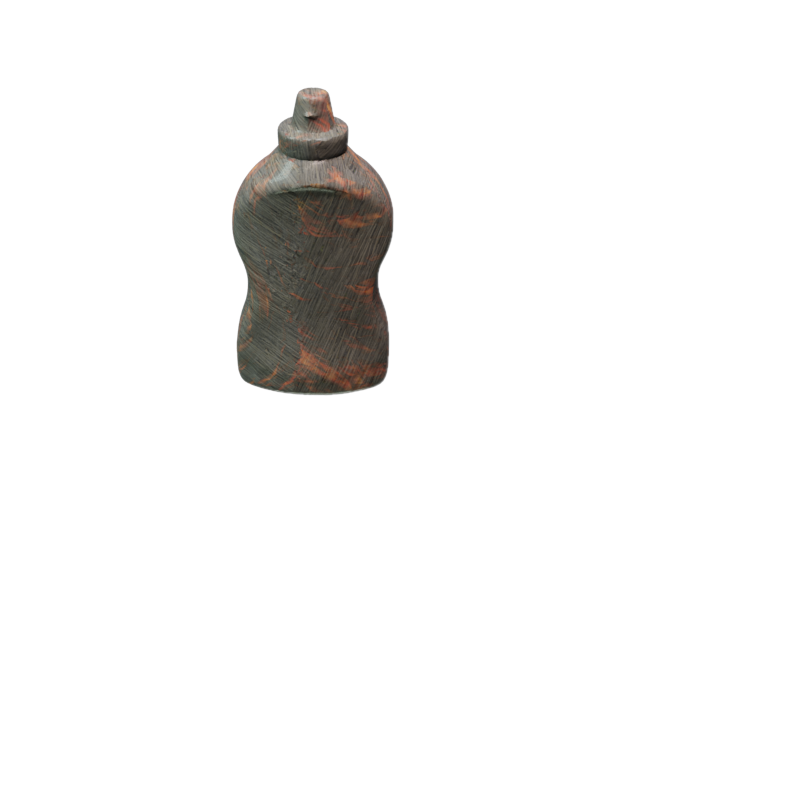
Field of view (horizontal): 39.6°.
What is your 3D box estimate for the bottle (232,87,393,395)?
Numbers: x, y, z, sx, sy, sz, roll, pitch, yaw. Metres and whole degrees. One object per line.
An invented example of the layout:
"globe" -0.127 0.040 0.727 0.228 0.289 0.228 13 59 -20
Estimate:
"bottle" -0.052 -0.095 0.670 0.096 0.180 0.062 3 30 2
